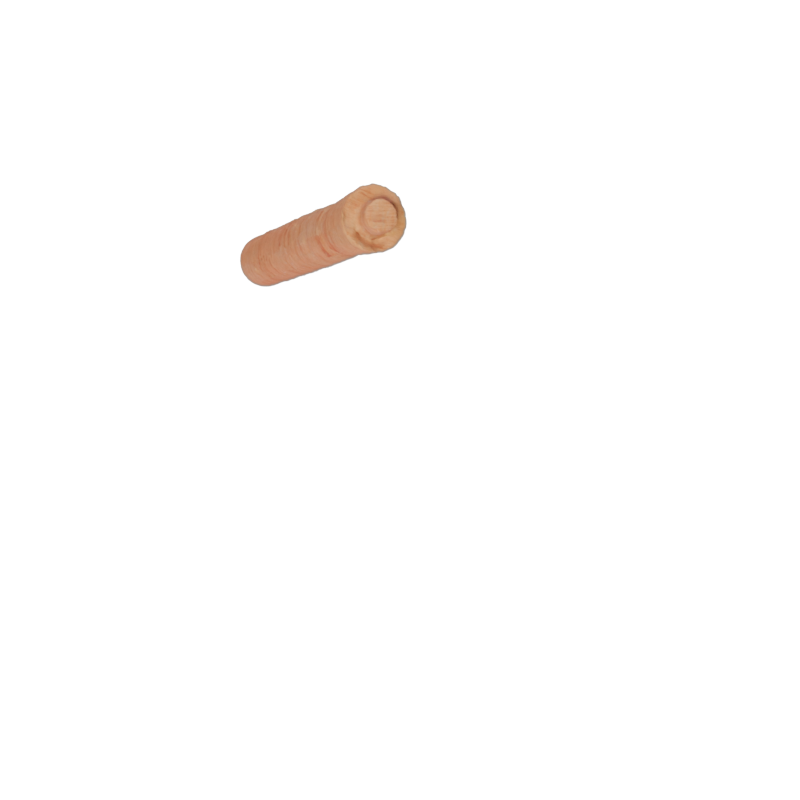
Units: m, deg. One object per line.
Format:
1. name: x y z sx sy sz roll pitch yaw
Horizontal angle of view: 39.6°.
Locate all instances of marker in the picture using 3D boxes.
1. marker: -0.027 -0.050 0.349 0.019 0.020 0.123 -1 1 -21
